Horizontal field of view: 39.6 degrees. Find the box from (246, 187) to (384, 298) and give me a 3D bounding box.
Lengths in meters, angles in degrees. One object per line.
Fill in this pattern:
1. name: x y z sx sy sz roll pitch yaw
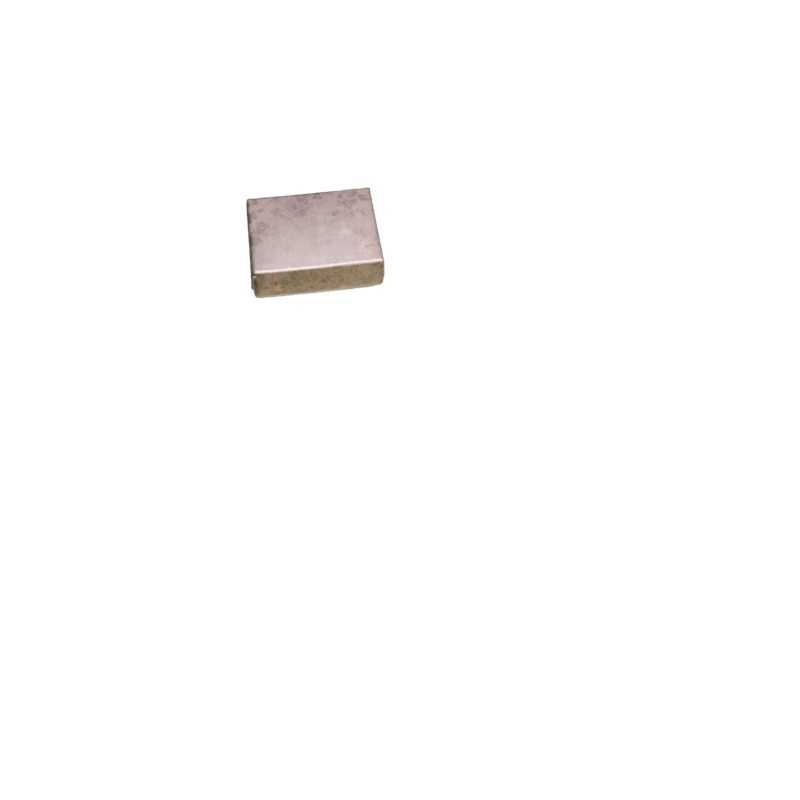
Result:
1. box: -0.075 -0.137 0.958 0.113 0.097 0.036 -5 -39 -5
